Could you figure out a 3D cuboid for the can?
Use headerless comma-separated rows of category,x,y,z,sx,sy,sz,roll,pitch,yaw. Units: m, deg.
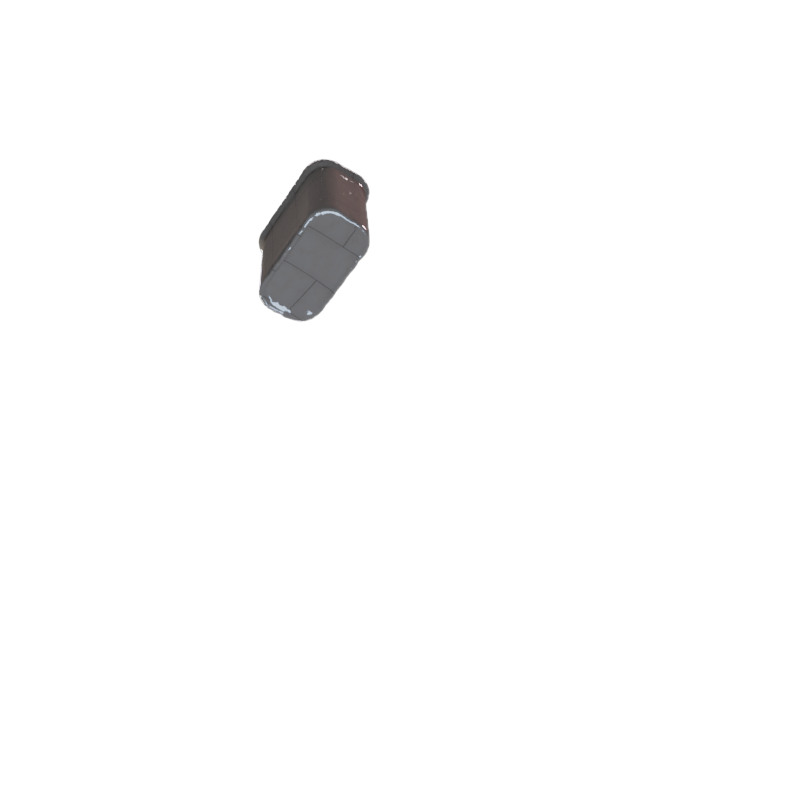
can,-0.066,-0.121,0.846,0.055,0.099,0.089,29,26,-20
